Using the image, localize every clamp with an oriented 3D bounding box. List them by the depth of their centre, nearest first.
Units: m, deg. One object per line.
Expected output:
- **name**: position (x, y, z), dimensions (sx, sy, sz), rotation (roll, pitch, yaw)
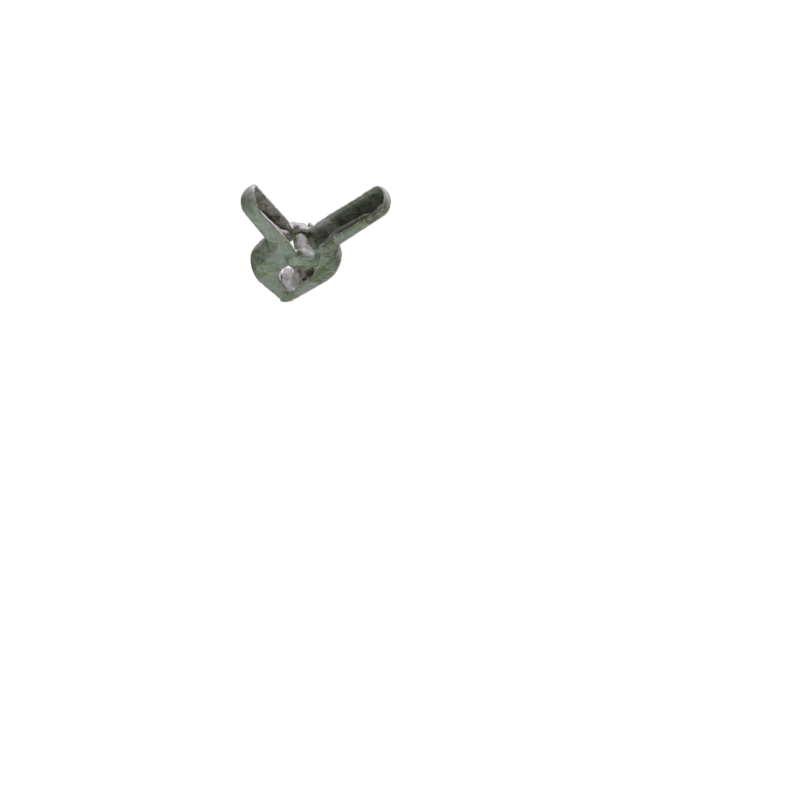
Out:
- **clamp**: position (-0.073, -0.134, 0.938), dimensions (0.119, 0.041, 0.163), rotation (2, -20, -5)
